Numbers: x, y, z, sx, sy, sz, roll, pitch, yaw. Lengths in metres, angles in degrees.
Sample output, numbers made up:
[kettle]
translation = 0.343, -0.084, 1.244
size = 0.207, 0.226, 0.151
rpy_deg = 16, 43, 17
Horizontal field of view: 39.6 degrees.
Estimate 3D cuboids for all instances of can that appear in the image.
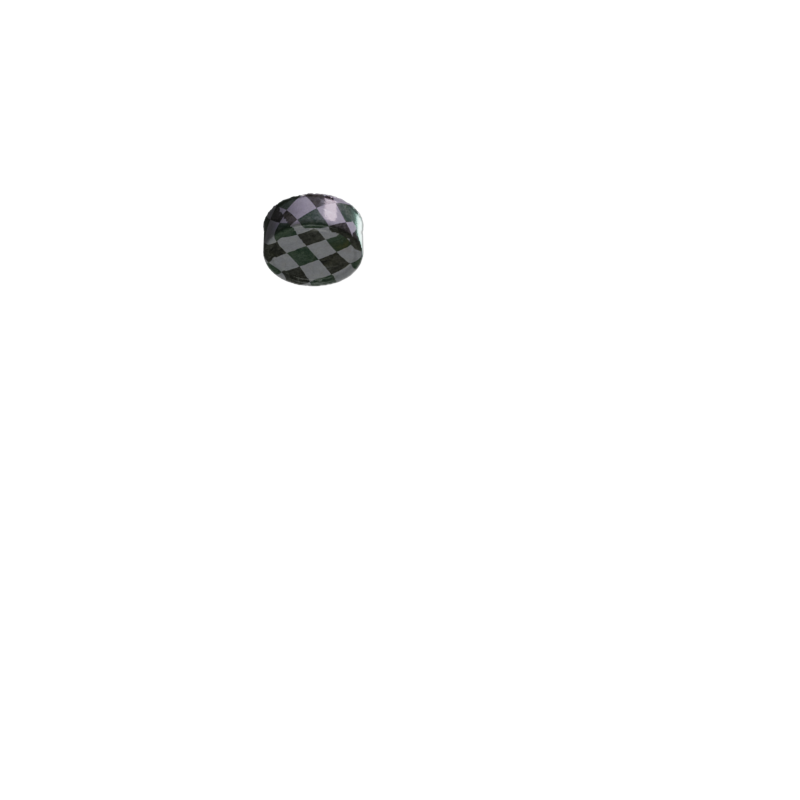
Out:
[can]
translation = -0.073, -0.134, 0.938
size = 0.086, 0.036, 0.080
rpy_deg = 1, -35, -2
